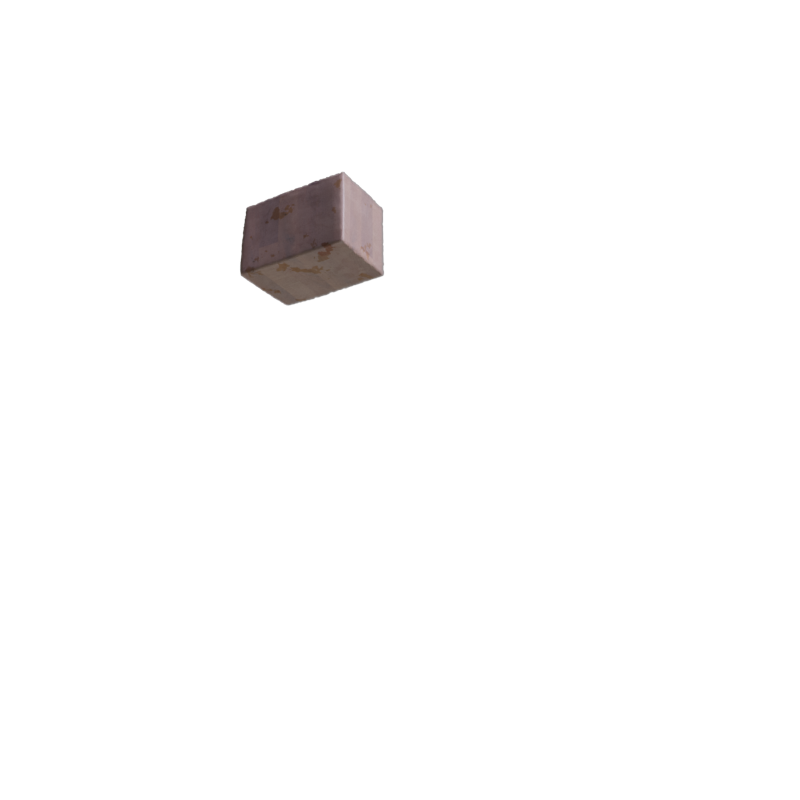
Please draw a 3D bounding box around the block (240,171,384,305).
[{"bbox_3d":[-0.056,-0.101,0.710,0.079,0.054,0.049,-16,-31,27],"label":"block"}]
